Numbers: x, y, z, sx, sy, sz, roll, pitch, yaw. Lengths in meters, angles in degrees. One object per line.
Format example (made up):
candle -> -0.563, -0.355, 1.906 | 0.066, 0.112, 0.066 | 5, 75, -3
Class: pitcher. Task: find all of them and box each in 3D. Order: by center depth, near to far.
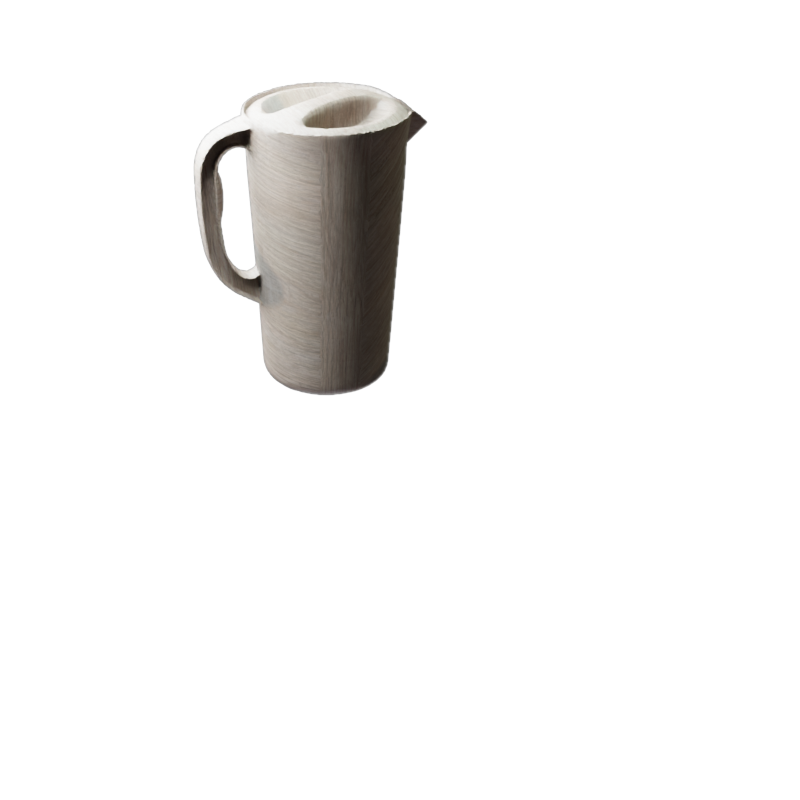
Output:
pitcher -> -0.071, -0.129, 0.906 | 0.155, 0.230, 0.148 | 13, 29, 21
